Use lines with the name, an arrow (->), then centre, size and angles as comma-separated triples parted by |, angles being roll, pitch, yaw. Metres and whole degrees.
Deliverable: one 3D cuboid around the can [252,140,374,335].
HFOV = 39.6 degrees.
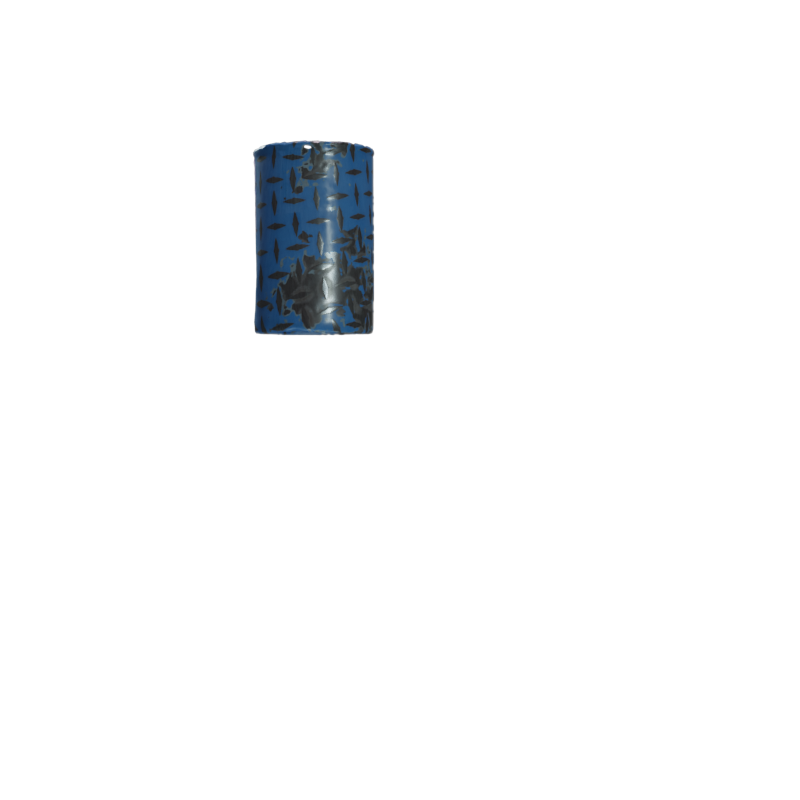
can -> -0.048, -0.088, 0.615 | 0.068, 0.104, 0.068 | 0, -4, -2
